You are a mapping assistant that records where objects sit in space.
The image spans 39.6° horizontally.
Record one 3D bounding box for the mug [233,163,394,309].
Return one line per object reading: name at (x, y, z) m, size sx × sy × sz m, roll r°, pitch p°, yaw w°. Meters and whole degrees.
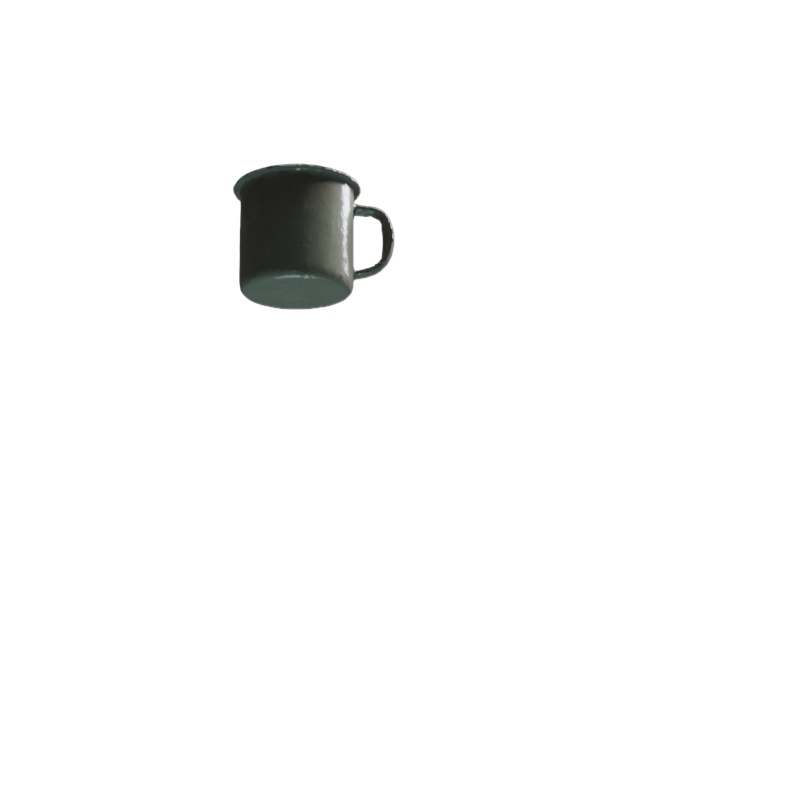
mug at (-0.062, -0.114, 0.798) m, size 0.116 × 0.085 × 0.090 m, roll 1°, pitch -16°, yaw -7°
